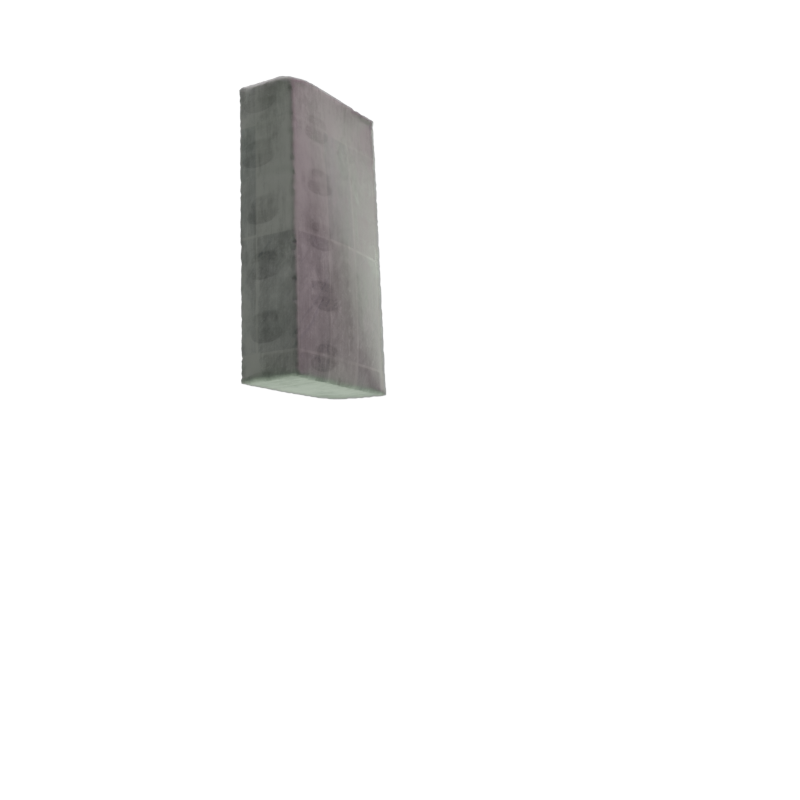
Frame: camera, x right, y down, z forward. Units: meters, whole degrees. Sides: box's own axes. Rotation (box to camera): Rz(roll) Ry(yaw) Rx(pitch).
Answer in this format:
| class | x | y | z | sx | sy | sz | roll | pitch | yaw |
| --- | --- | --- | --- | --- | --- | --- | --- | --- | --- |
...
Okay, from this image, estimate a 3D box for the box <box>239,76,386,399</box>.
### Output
| class | x | y | z | sx | sy | sz | roll | pitch | yaw |
| --- | --- | --- | --- | --- | --- | --- | --- | --- | --- |
| box | -0.051 | -0.093 | 0.648 | 0.049 | 0.182 | 0.088 | -10 | -16 | 31 |
